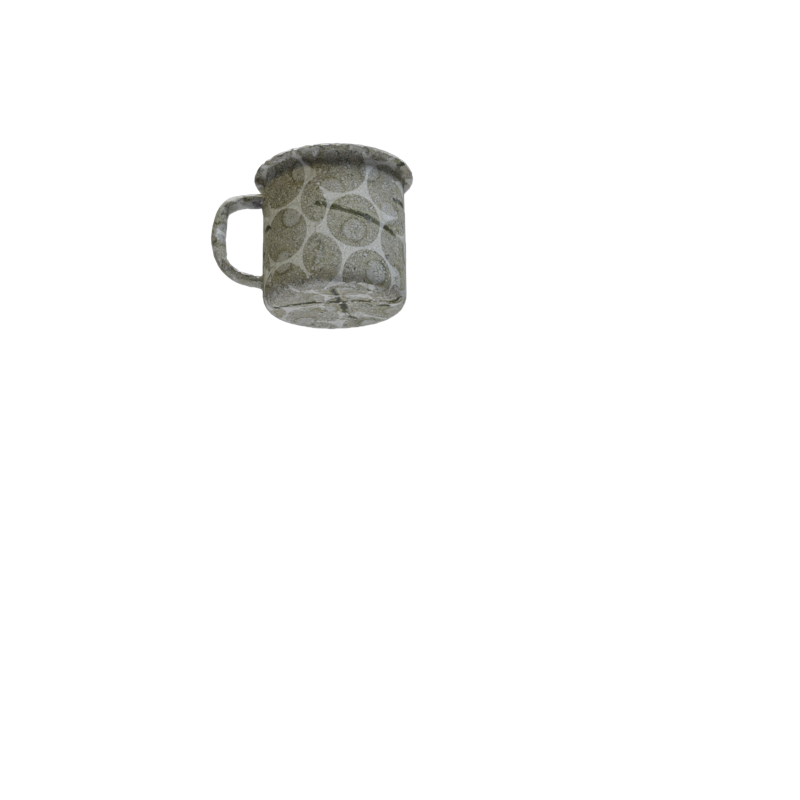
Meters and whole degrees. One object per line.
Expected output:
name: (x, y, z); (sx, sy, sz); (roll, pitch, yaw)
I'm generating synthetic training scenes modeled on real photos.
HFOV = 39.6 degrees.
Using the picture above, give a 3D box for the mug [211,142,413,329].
mug: (-0.050, -0.091, 0.636); (0.116, 0.085, 0.090); (1, -18, -6)
